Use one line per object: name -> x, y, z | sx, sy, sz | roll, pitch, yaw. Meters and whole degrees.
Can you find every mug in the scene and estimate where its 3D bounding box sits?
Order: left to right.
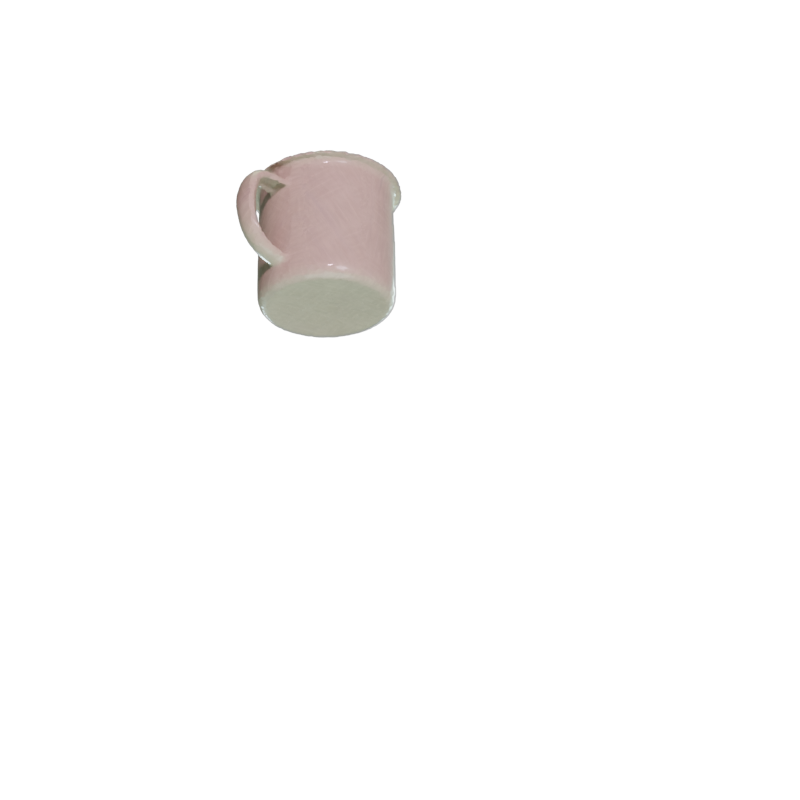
mug -> -0.052, -0.094, 0.659 | 0.094, 0.087, 0.109 | -22, -34, 33
